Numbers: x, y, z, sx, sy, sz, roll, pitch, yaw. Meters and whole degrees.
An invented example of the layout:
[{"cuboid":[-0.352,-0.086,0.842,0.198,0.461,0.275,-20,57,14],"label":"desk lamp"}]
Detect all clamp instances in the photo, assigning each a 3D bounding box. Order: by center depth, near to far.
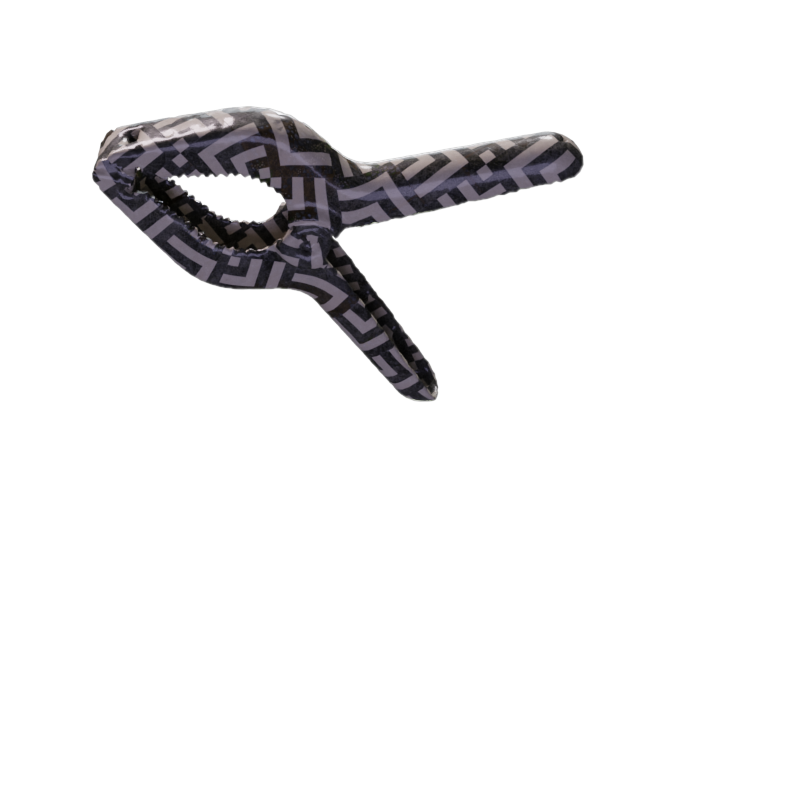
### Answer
[{"cuboid":[-0.041,-0.074,0.521,0.207,0.156,0.039,12,38,-9],"label":"clamp"}]
